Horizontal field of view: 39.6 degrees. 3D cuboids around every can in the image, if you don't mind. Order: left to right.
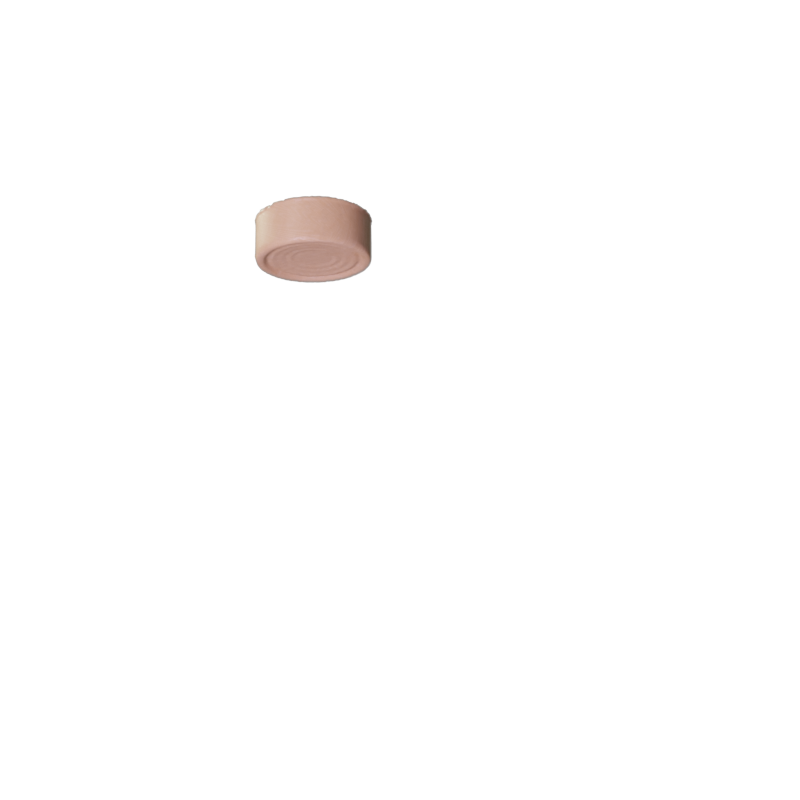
[{"bbox_3d":[-0.063,-0.115,0.805,0.086,0.035,0.082,0,-17,-2],"label":"can"}]
